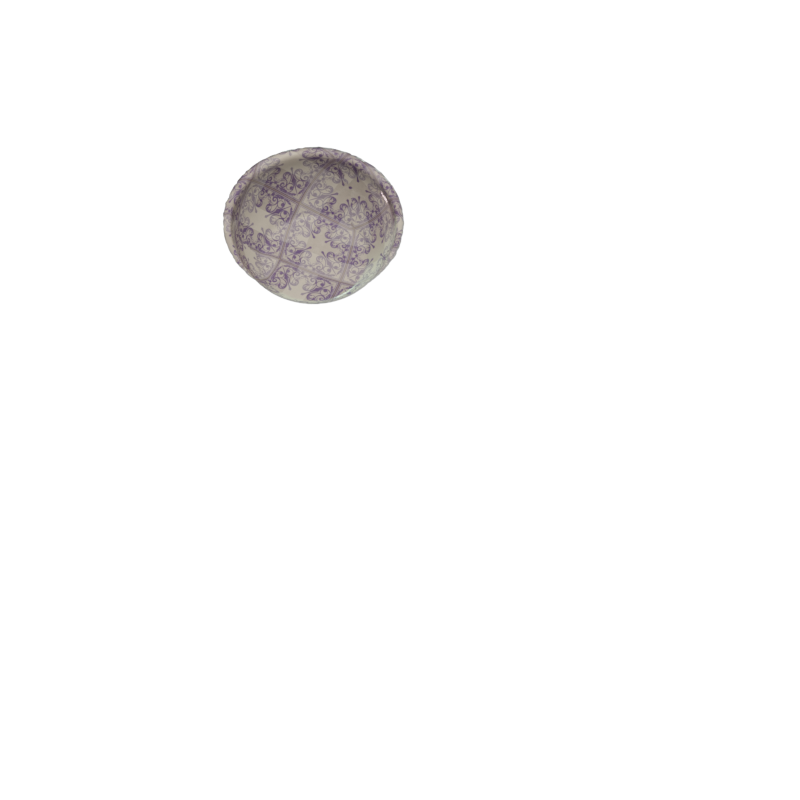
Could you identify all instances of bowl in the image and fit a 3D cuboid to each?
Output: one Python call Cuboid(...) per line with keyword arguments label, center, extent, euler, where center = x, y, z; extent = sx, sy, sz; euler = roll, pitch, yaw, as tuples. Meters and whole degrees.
Cuboid(label="bowl", center=(-0.076, -0.138, 0.970), extent=(0.162, 0.151, 0.059), euler=(1, 38, -1))
